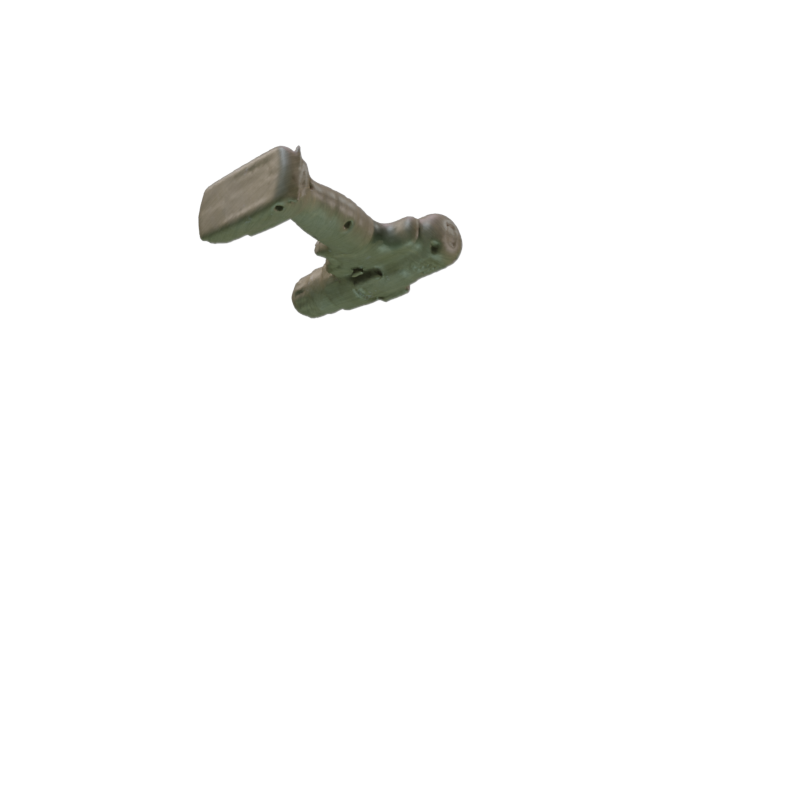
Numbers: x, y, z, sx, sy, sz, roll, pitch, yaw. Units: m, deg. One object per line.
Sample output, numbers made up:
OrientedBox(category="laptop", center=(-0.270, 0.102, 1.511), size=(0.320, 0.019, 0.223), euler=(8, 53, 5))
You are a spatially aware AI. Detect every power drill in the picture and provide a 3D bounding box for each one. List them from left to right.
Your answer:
OrientedBox(category="power drill", center=(-0.072, -0.131, 0.914), size=(0.185, 0.061, 0.176), euler=(-22, -31, 40))
